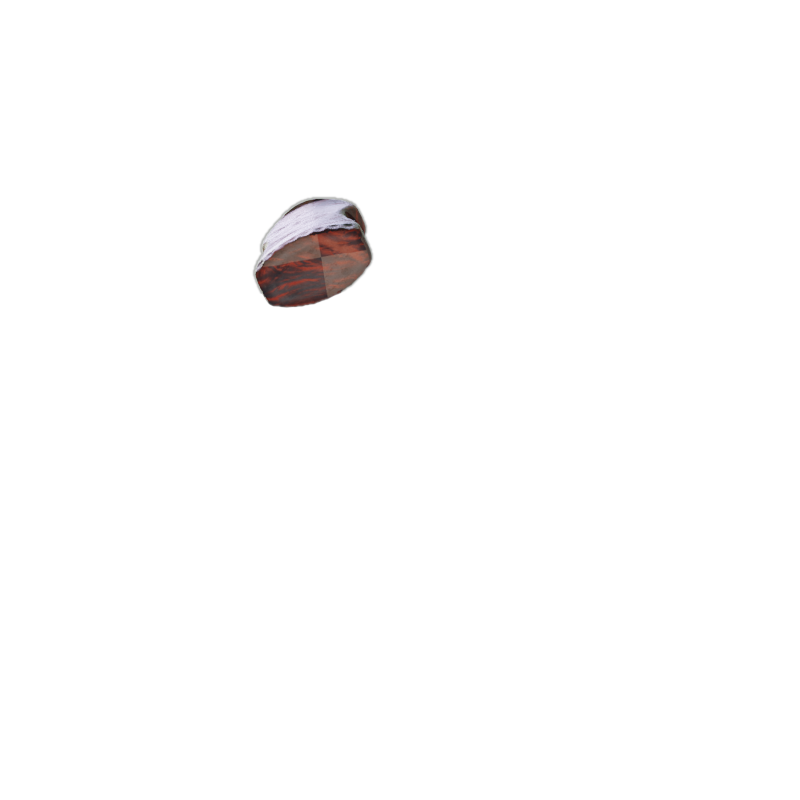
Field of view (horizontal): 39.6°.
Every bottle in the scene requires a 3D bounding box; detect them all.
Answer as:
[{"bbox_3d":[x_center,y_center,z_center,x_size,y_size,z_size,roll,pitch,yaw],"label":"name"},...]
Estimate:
[{"bbox_3d":[-0.077,-0.141,0.988,0.096,0.056,0.200,-25,20,5],"label":"bottle"}]
